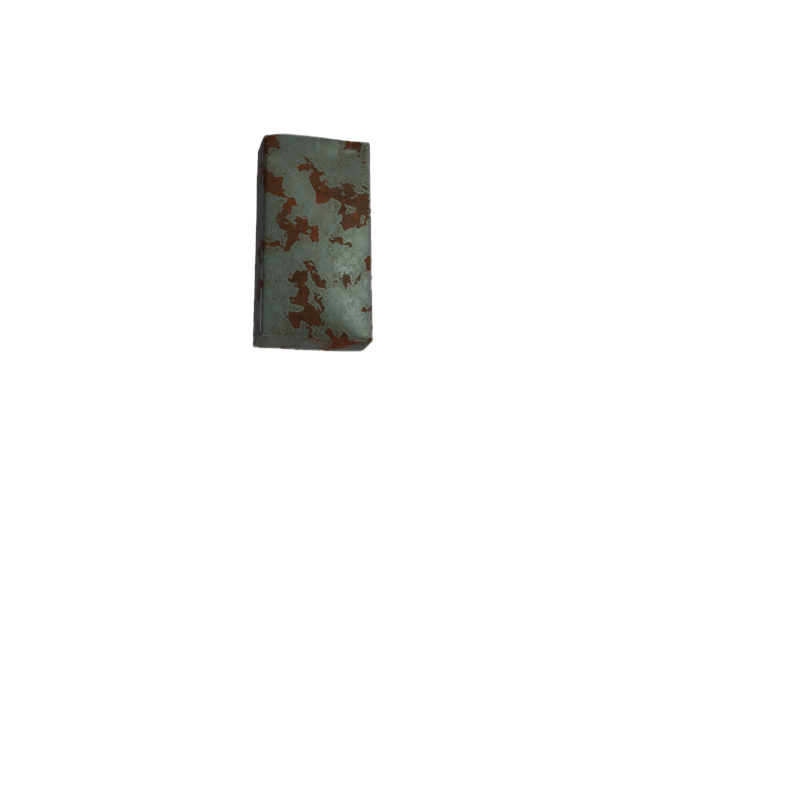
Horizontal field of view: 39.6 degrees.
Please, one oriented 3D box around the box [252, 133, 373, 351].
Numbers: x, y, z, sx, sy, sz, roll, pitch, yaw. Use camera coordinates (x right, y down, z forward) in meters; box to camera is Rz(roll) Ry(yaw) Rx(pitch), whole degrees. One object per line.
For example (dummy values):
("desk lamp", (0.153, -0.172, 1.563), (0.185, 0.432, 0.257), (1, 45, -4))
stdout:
("box", (-0.071, -0.130, 0.908), (0.092, 0.184, 0.047), (3, -18, -13))
